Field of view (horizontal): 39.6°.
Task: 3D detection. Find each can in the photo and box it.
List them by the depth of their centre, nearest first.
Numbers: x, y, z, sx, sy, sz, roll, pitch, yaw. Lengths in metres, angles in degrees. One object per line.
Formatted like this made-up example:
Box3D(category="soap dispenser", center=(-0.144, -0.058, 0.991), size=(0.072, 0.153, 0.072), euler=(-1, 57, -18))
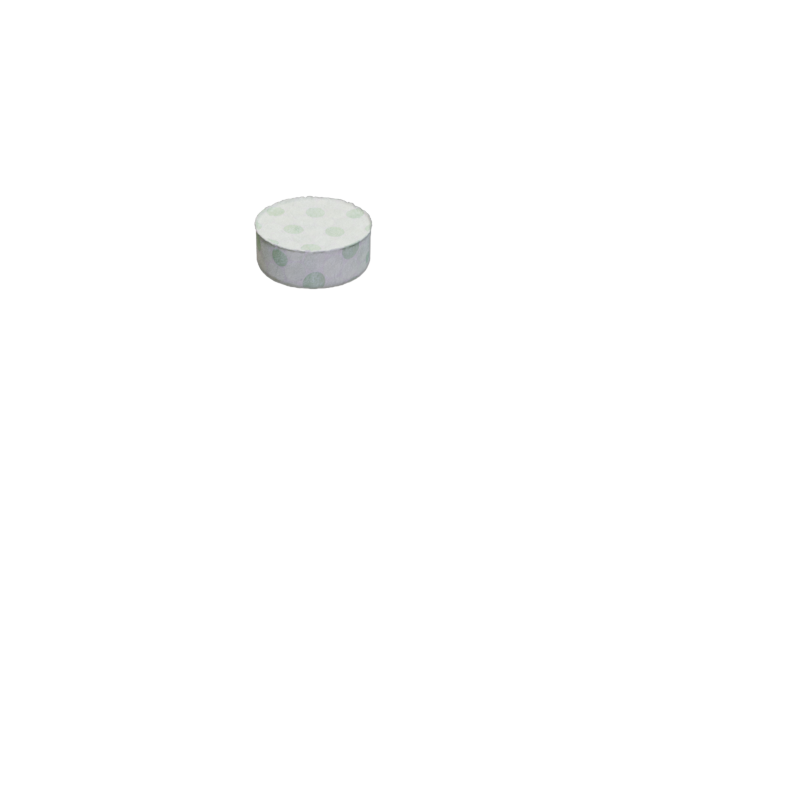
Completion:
Box3D(category="can", center=(-0.064, -0.116, 0.815), size=(0.086, 0.031, 0.092), euler=(-1, 34, -2))
